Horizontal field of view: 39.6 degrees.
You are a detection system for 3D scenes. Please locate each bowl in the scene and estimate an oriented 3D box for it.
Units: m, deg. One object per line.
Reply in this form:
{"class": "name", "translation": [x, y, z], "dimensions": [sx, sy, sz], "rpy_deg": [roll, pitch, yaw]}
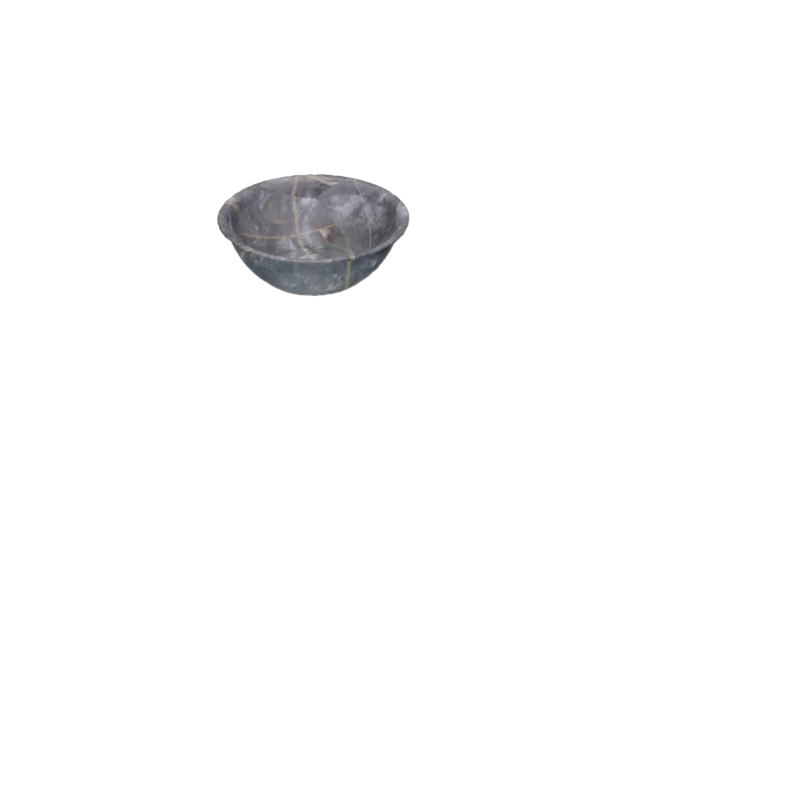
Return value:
{"class": "bowl", "translation": [-0.074, -0.135, 0.946], "dimensions": [0.162, 0.052, 0.173], "rpy_deg": [-1, 34, -2]}
